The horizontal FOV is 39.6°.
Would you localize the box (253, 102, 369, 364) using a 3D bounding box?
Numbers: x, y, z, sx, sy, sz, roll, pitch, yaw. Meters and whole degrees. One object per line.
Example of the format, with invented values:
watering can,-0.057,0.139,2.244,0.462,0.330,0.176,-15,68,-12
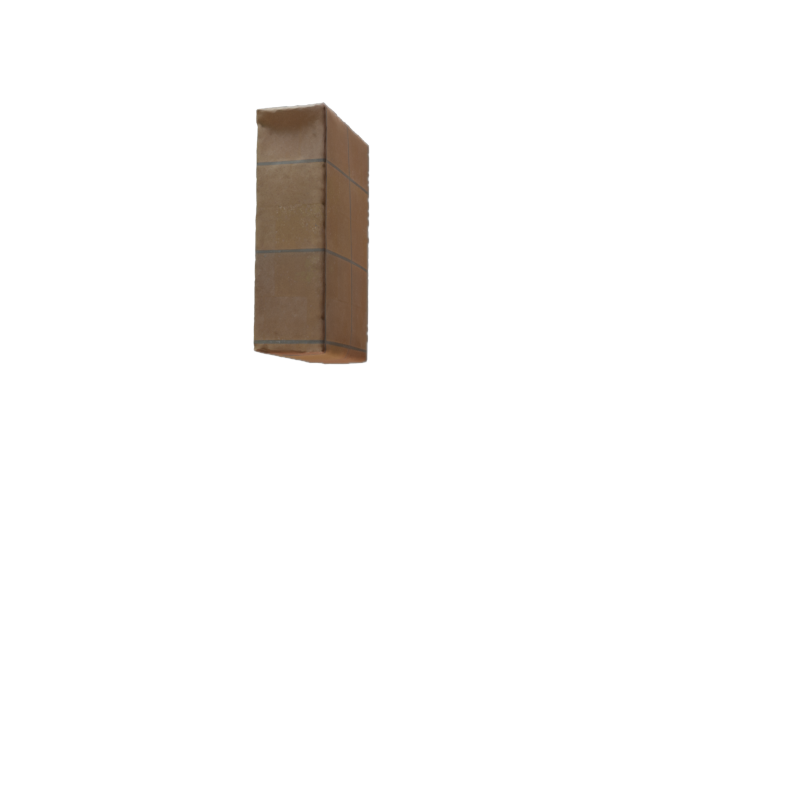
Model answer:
box,-0.078,-0.143,0.999,0.073,0.218,0.159,-2,-6,12
